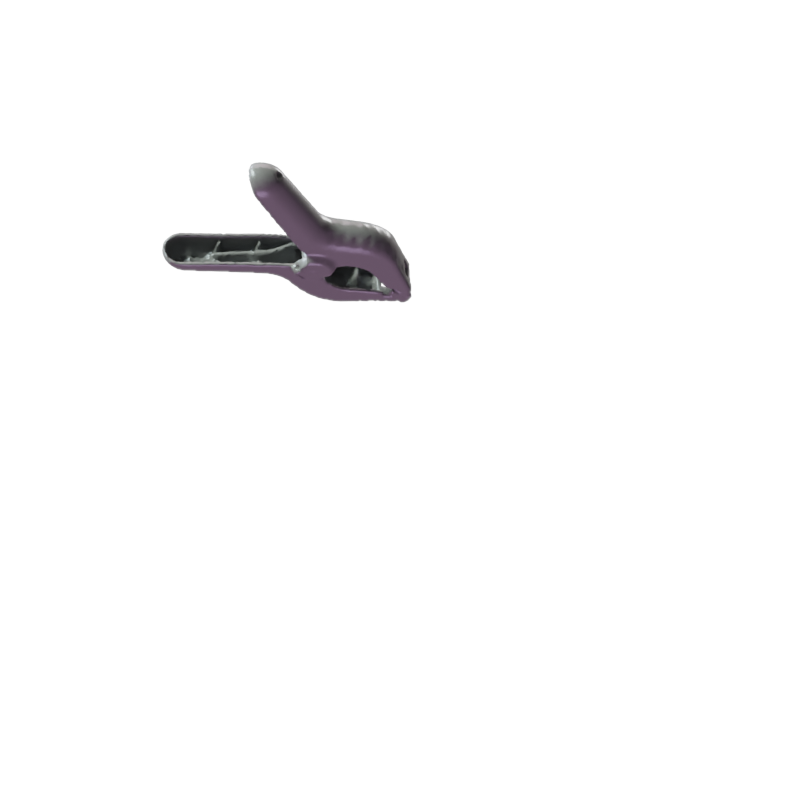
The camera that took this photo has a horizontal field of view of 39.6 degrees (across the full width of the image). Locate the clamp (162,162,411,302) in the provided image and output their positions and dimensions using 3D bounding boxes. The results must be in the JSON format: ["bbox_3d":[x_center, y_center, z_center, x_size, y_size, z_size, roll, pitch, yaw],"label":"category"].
[{"bbox_3d":[-0.057,-0.104,0.725,0.165,0.041,0.119,9,-20,-27],"label":"clamp"}]
